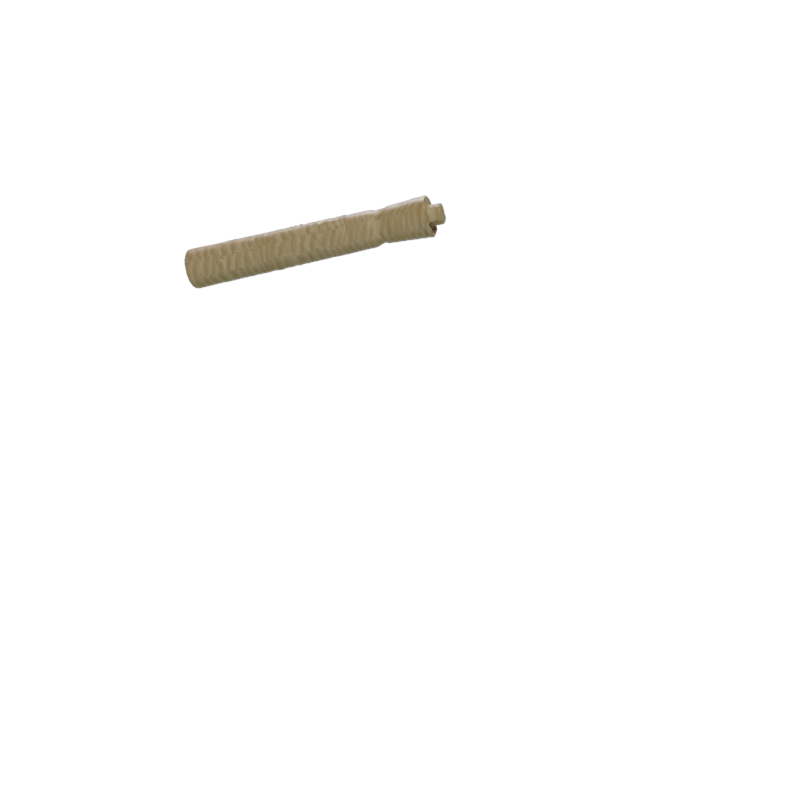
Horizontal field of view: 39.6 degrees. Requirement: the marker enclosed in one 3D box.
[{"bbox_3d":[-0.039,-0.071,0.499,0.122,0.020,0.019,-10,1,17],"label":"marker"}]
